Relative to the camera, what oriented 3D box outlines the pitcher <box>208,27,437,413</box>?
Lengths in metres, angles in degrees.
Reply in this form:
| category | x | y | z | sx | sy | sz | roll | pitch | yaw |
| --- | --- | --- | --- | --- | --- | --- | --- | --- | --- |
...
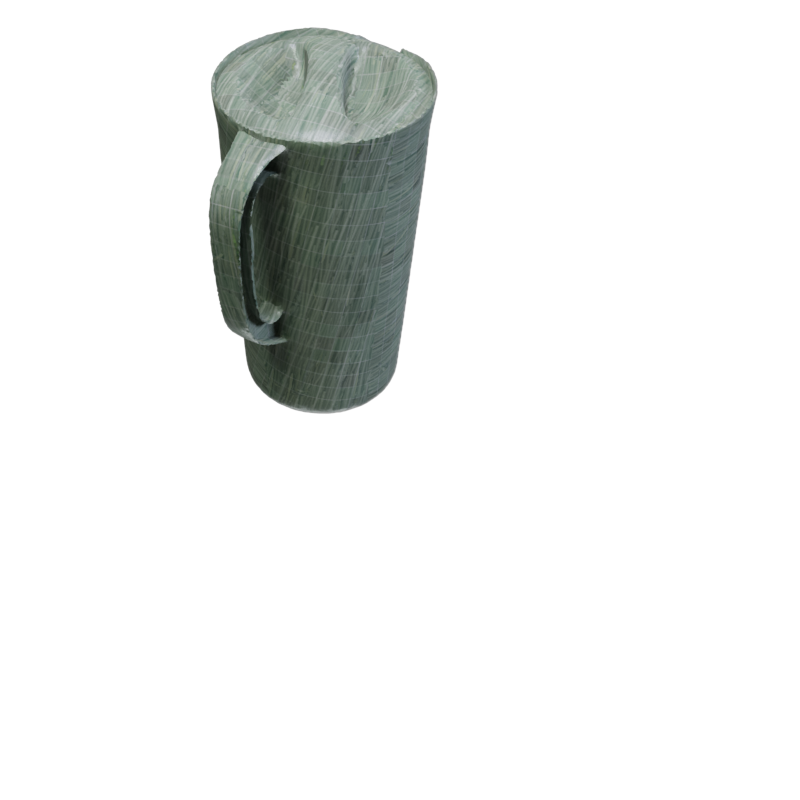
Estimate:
| category | x | y | z | sx | sy | sz | roll | pitch | yaw |
| --- | --- | --- | --- | --- | --- | --- | --- | --- | --- |
| pitcher | -0.056 | -0.102 | 0.715 | 0.147 | 0.227 | 0.157 | -9 | 43 | -13 |
